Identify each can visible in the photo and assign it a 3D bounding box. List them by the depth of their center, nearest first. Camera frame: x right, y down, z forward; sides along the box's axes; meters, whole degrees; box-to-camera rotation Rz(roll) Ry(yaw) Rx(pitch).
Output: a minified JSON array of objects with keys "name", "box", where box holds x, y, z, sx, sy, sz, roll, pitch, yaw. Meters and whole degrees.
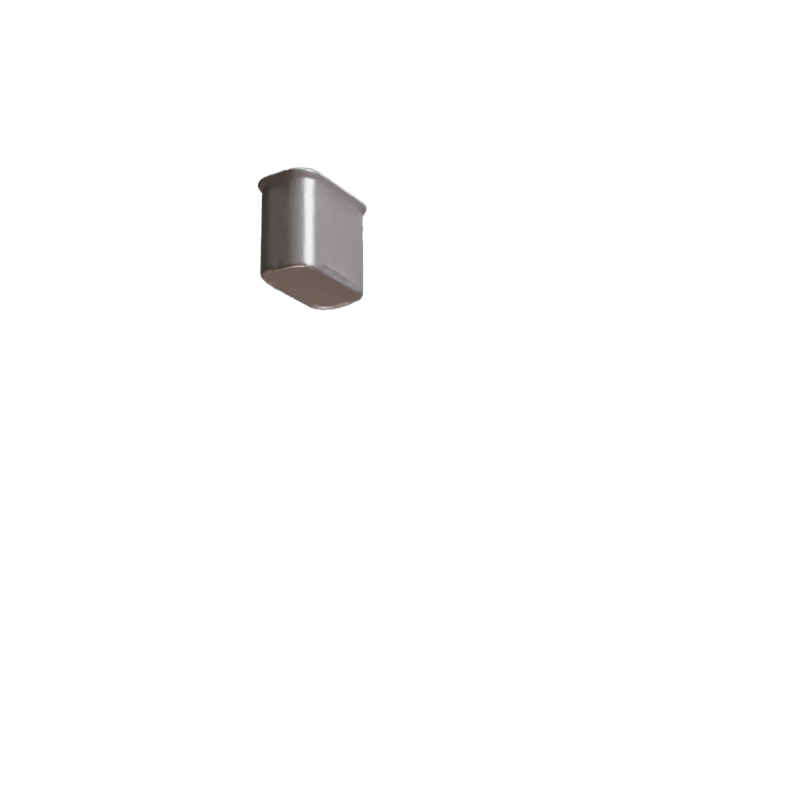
[{"name":"can","box":[-0.070,-0.128,0.900,0.058,0.088,0.095,-14,-24,29]}]
